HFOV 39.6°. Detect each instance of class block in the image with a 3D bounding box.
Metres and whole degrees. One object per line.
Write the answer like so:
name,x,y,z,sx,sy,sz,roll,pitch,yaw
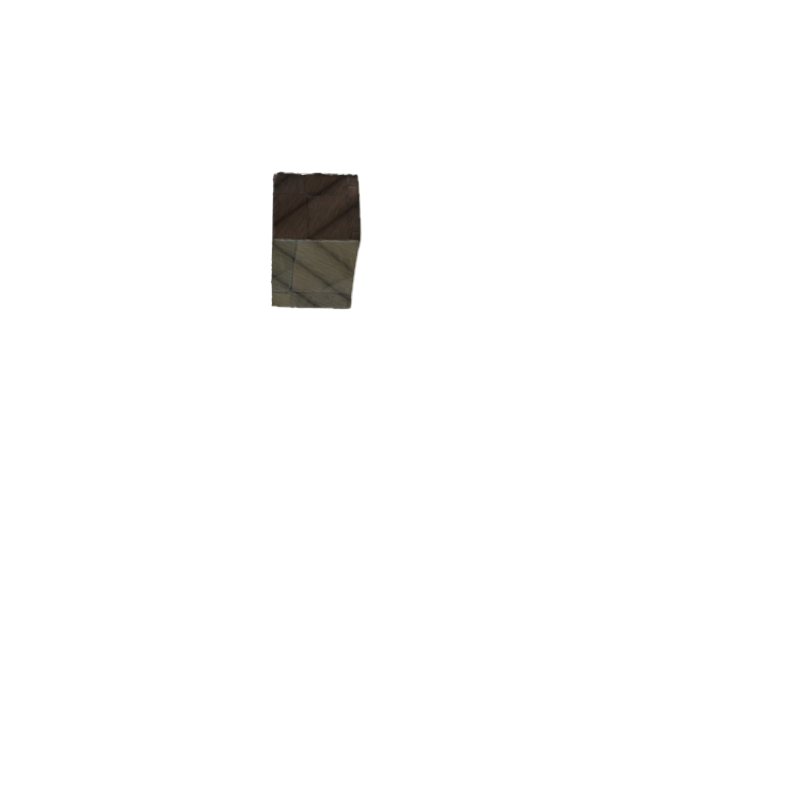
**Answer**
block,-0.053,-0.097,0.681,0.052,0.055,0.073,2,-30,-6
